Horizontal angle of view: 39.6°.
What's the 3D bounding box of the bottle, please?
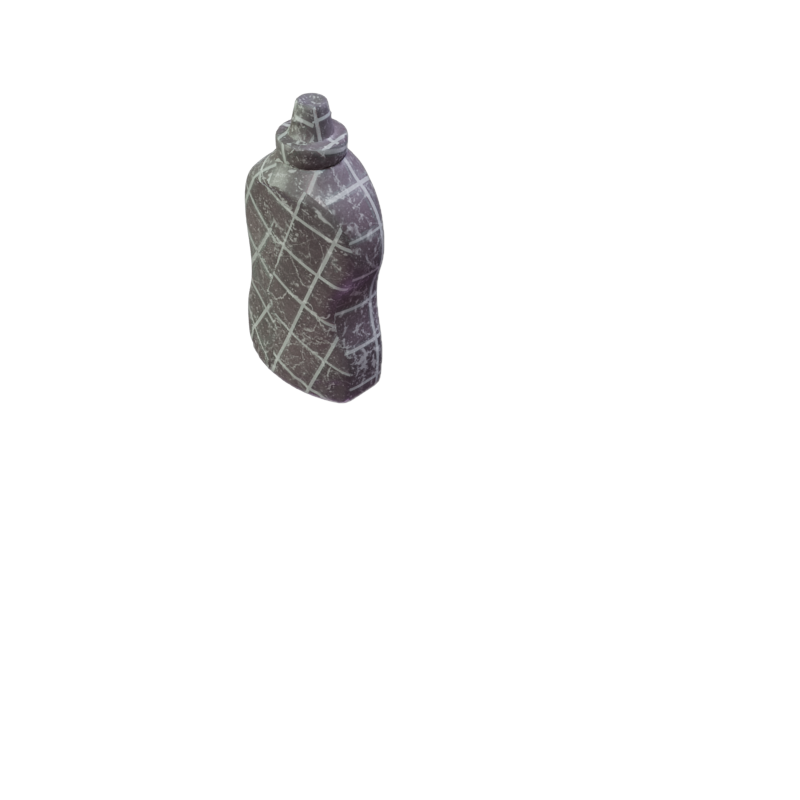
[{"bbox_3d":[-0.052,-0.094,0.662,0.058,0.179,0.103,-28,48,-33],"label":"bottle"}]
